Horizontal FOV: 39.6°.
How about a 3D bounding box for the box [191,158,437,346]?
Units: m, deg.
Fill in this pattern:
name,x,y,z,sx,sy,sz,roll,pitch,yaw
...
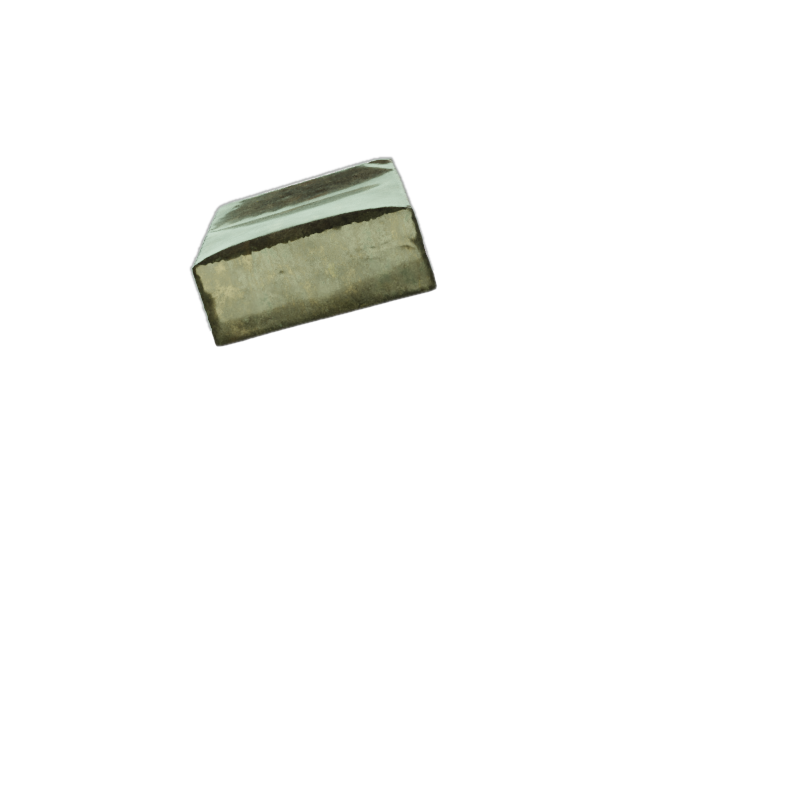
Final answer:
name,x,y,z,sx,sy,sz,roll,pitch,yaw
box,-0.068,-0.125,0.872,0.164,0.069,0.223,-15,21,2
